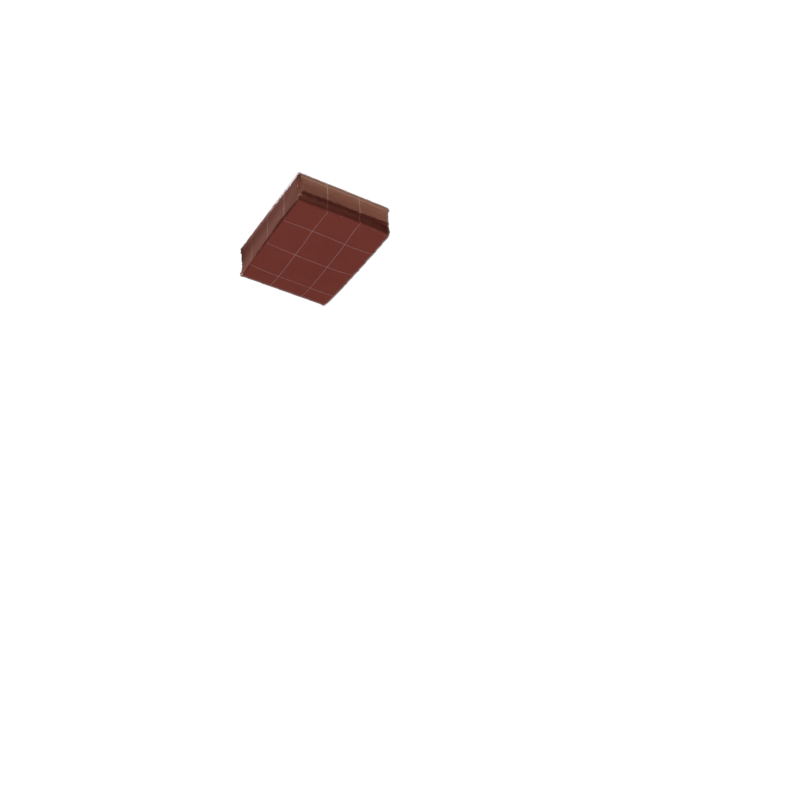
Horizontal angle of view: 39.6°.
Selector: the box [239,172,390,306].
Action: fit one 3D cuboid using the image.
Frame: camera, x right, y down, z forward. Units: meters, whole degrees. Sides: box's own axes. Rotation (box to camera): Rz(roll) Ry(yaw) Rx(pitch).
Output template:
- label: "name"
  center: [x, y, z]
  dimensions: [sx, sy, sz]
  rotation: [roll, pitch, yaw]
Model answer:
- label: "box"
  center: [-0.075, -0.137, 0.959]
  dimensions: [0.086, 0.042, 0.110]
  rotation: [21, -45, -24]
